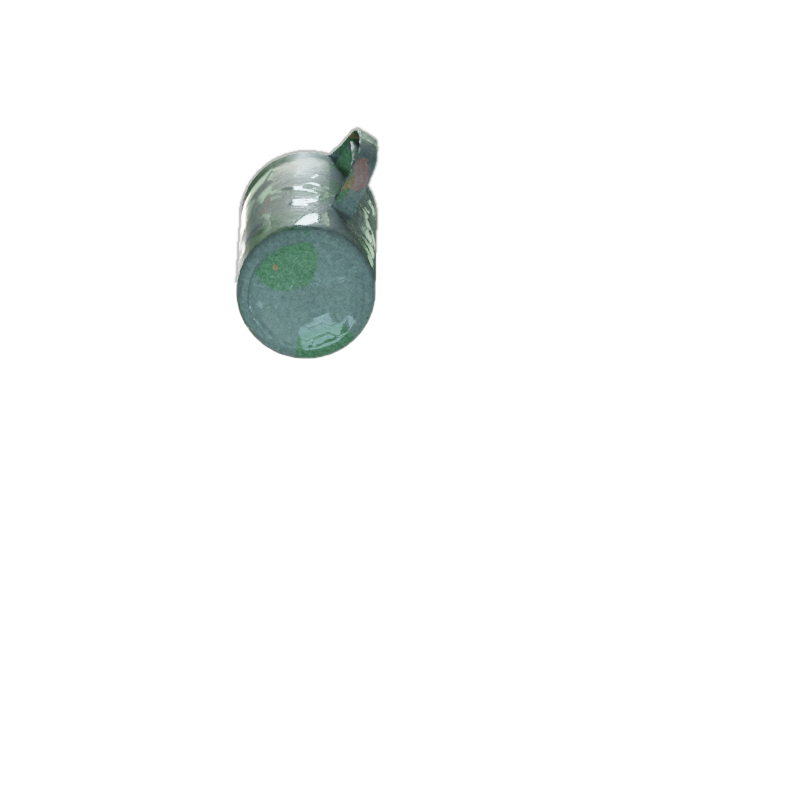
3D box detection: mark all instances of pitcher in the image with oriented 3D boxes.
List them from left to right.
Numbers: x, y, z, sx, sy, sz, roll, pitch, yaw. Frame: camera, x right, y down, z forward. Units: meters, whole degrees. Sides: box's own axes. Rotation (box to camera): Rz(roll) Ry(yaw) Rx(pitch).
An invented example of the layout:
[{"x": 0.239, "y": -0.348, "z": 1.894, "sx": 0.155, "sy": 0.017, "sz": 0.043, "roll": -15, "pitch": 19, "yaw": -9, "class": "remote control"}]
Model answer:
[{"x": -0.075, "y": -0.137, "z": 0.956, "sx": 0.145, "sy": 0.142, "sz": 0.254, "roll": -12, "pitch": 22, "yaw": 1, "class": "pitcher"}]
